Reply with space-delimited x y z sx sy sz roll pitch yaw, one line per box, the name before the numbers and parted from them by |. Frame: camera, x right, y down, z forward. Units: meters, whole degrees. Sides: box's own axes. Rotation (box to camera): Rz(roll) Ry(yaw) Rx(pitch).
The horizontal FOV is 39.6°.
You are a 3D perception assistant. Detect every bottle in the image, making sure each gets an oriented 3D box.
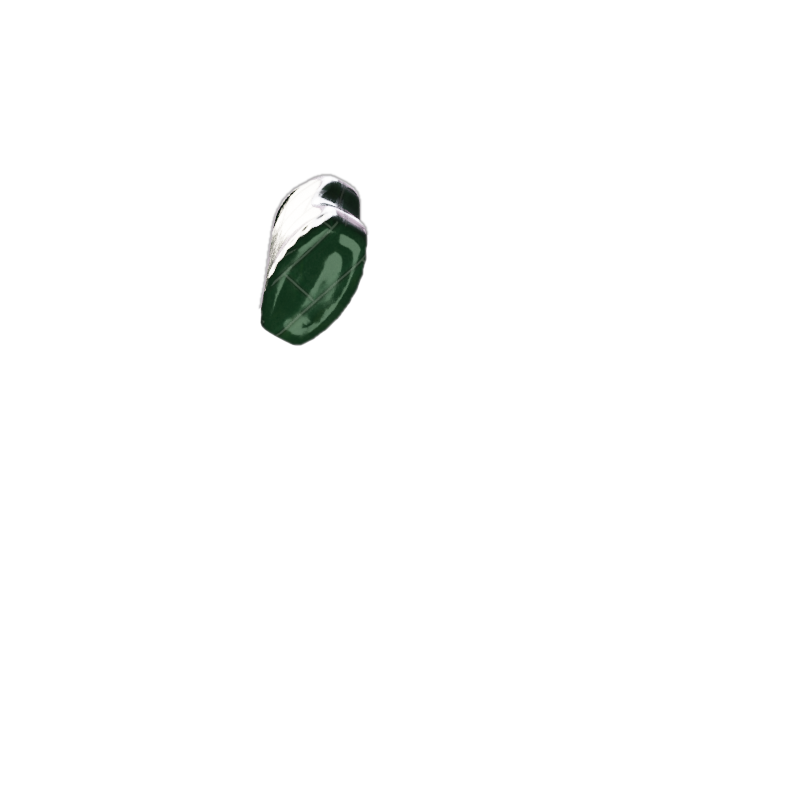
bottle | -0.066 -0.120 0.838 0.057 0.094 0.202 27 20 -16
